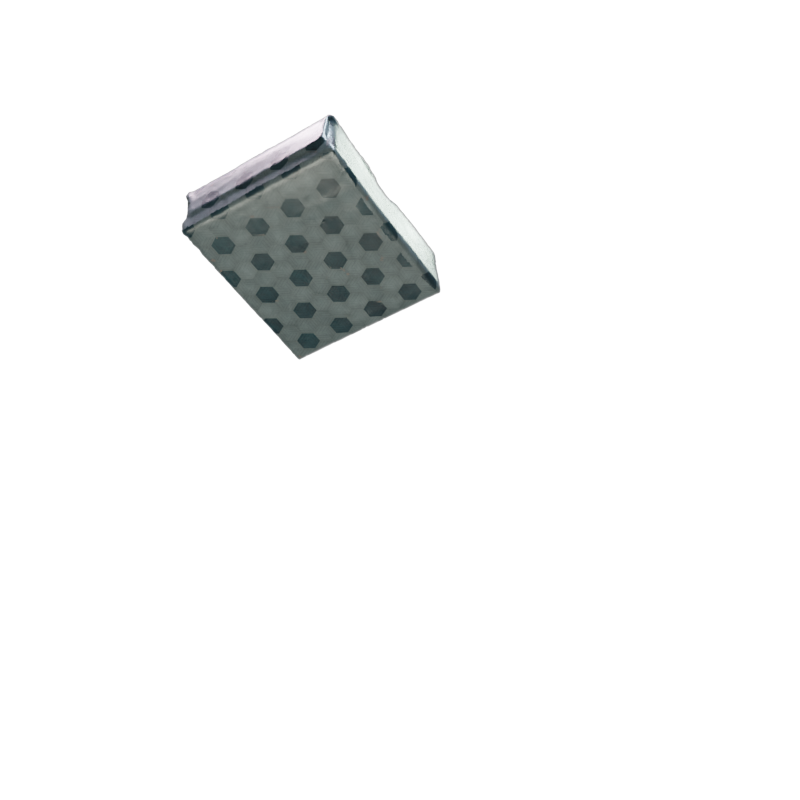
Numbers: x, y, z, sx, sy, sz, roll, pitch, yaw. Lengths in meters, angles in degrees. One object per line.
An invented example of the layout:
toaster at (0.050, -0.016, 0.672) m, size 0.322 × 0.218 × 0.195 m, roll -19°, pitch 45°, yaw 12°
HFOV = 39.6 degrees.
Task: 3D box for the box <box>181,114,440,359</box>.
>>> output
box at (-0.037, -0.067, 0.467) m, size 0.073 × 0.083 × 0.032 m, roll -26°, pitch 35°, yaw 20°
